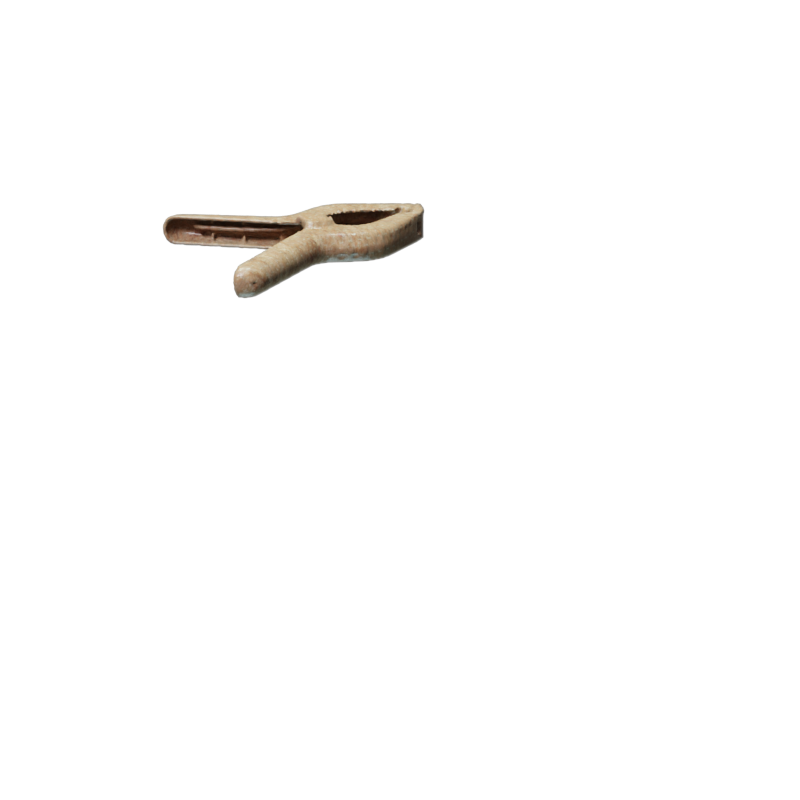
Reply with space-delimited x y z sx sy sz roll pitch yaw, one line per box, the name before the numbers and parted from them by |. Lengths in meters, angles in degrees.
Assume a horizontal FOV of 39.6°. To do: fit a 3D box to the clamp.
clamp | -0.069 -0.125 0.879 0.206 0.035 0.176 -9 27 -19
